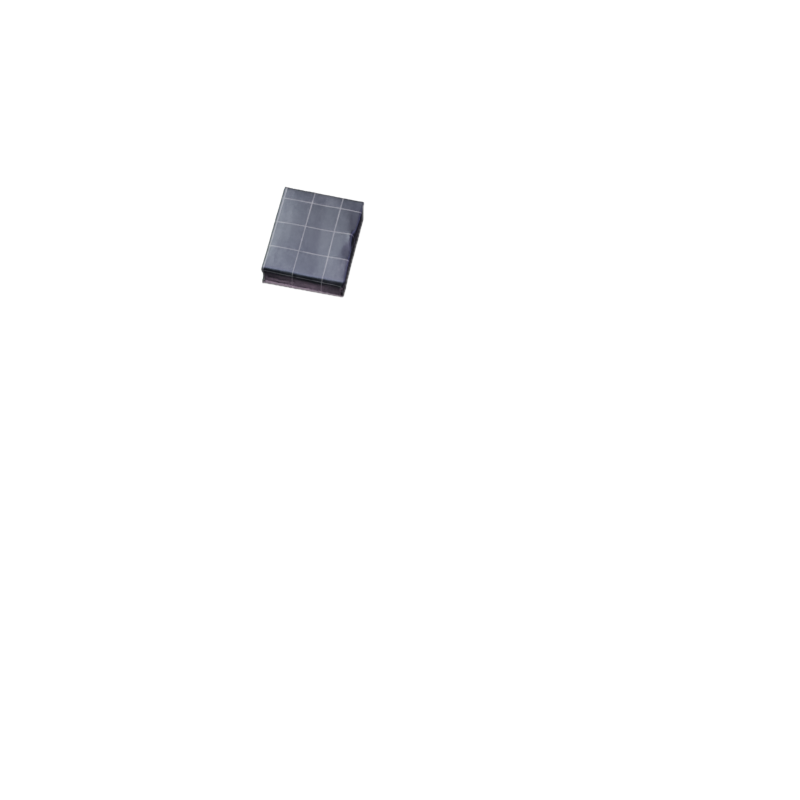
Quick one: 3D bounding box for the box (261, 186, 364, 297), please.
[{"bbox_3d":[-0.076,-0.138,0.965,0.074,0.094,0.028,10,-30,5],"label":"box"}]
